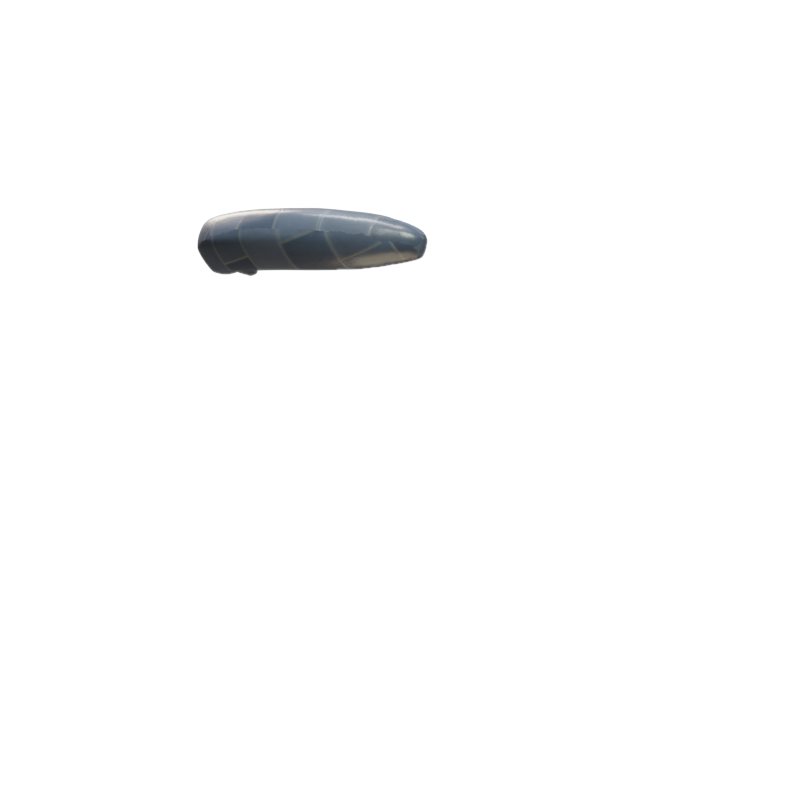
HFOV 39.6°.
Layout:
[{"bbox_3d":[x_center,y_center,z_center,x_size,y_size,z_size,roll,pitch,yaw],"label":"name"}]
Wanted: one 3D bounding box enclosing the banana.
[{"bbox_3d":[-0.069,-0.093,0.651,0.067,0.037,0.205,-2,5,-35],"label":"banana"}]
